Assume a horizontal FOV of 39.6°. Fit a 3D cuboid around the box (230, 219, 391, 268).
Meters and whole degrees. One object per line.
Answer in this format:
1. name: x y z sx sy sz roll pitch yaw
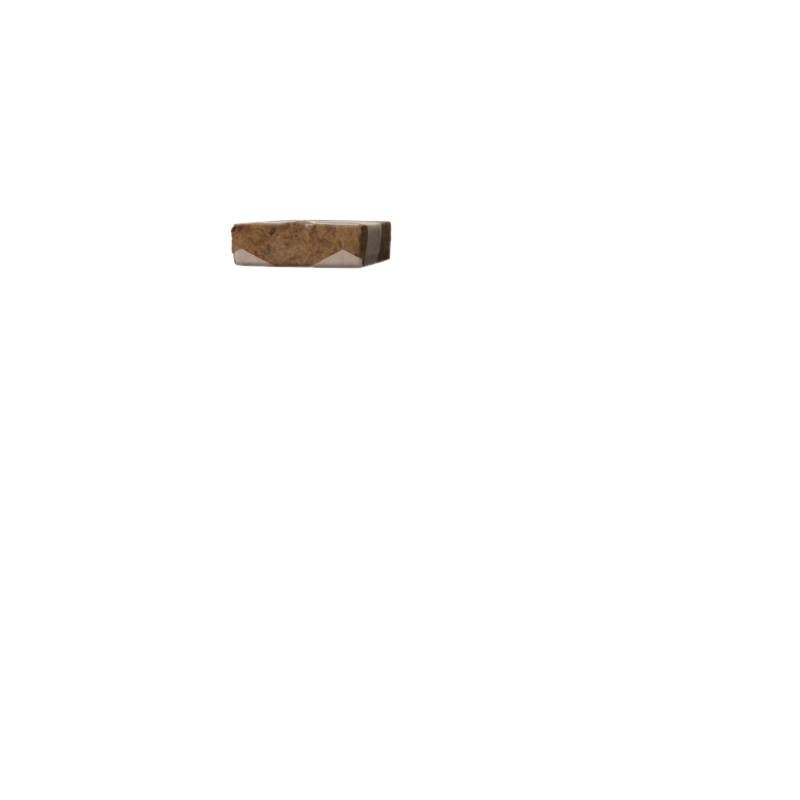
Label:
1. box: -0.057 -0.104 0.730 0.091 0.030 0.073 3 10 16
